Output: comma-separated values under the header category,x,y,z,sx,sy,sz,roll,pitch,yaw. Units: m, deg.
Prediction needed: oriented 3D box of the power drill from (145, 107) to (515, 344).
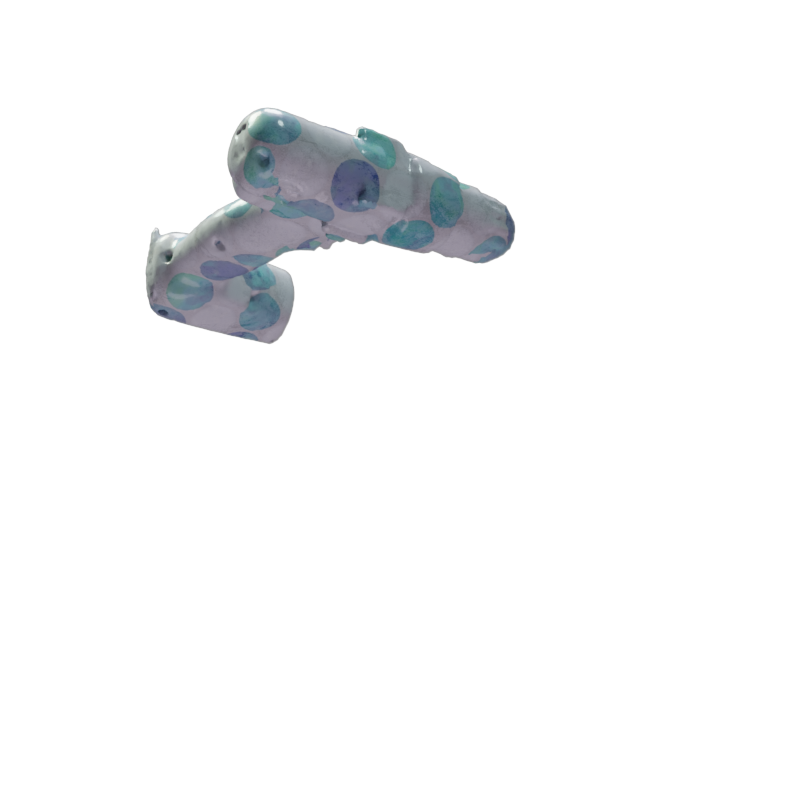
category,x,y,z,sx,sy,sz,roll,pitch,yaw
power drill,-0.052,-0.094,0.659,0.175,0.061,0.186,17,-30,-33
